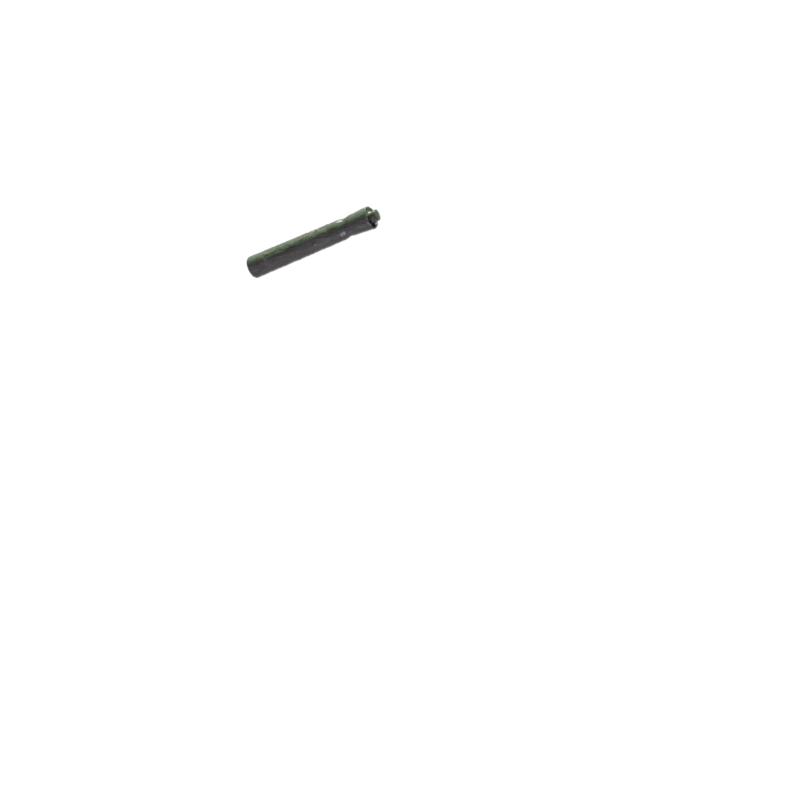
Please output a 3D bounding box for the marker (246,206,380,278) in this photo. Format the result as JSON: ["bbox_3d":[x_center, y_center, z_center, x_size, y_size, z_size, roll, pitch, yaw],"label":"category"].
[{"bbox_3d":[-0.069,-0.126,0.883,0.122,0.020,0.019,-19,-5,27],"label":"marker"}]
